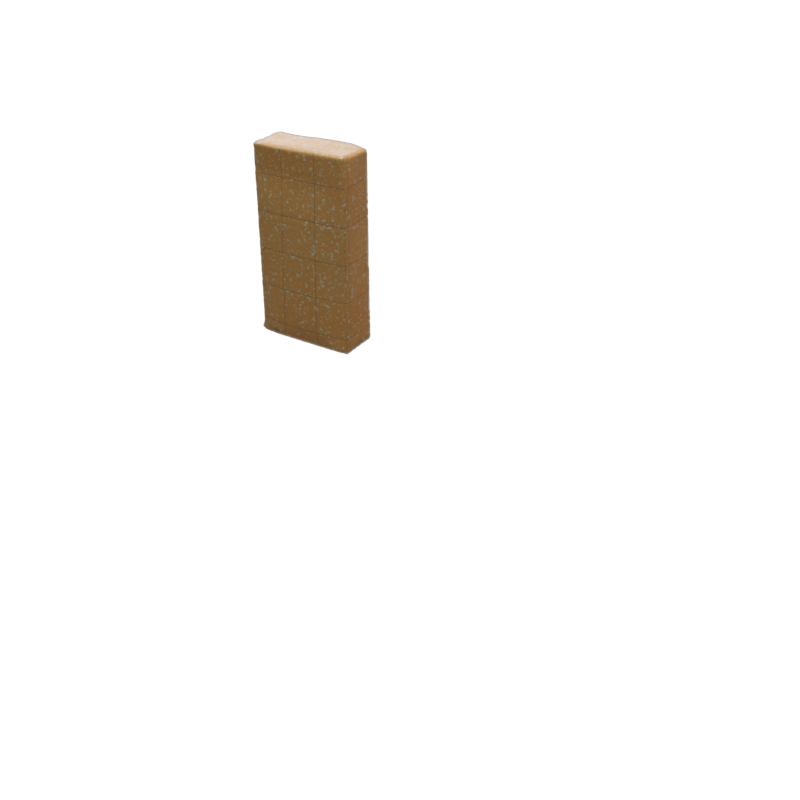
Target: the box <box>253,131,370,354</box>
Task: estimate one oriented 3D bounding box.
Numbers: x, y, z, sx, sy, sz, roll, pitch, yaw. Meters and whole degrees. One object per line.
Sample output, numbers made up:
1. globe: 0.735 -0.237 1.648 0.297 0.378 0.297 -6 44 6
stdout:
1. box: -0.074 -0.135 0.945 0.098 0.168 0.048 16 26 31
